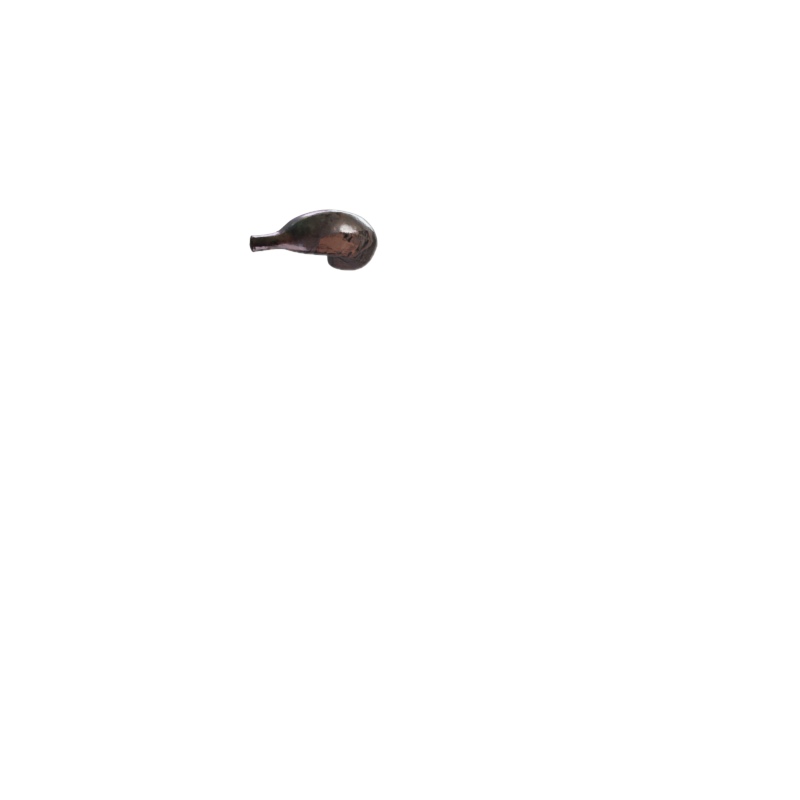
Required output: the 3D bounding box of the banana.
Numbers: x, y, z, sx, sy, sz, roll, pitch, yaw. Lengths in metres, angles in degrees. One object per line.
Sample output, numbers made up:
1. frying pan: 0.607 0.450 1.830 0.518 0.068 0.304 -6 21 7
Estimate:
1. banana: -0.053 -0.127 0.881 0.071 0.037 0.192 0 1 16
